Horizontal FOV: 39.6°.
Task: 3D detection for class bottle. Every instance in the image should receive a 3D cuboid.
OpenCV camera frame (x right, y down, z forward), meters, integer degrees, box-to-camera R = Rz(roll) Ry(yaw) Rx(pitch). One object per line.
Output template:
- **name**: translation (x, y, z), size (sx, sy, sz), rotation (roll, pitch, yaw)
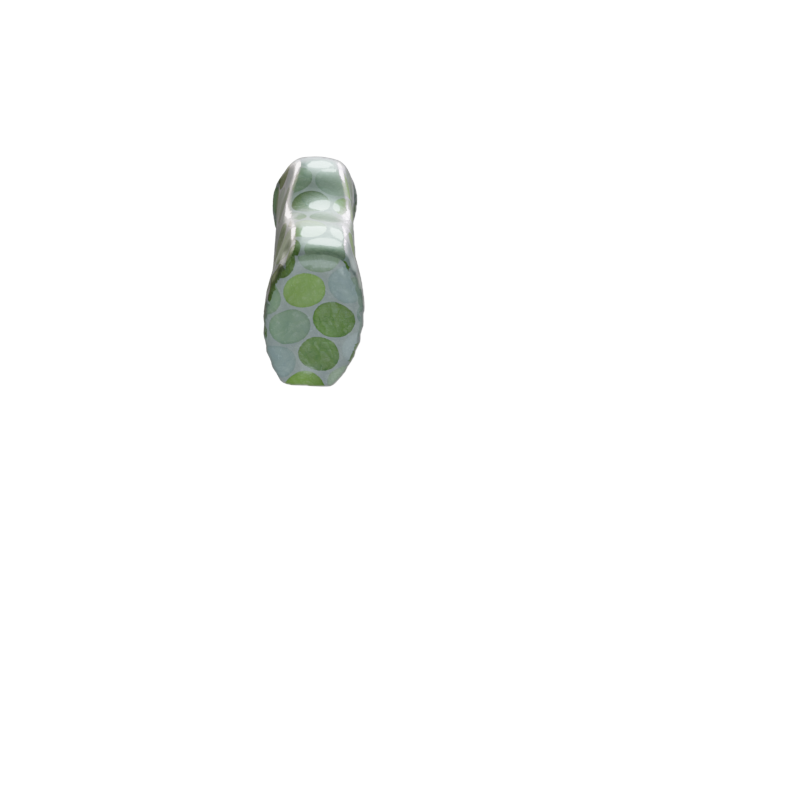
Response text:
- **bottle**: translation (-0.055, -0.102, 0.711), size (0.058, 0.090, 0.205), rotation (2, 35, -5)
